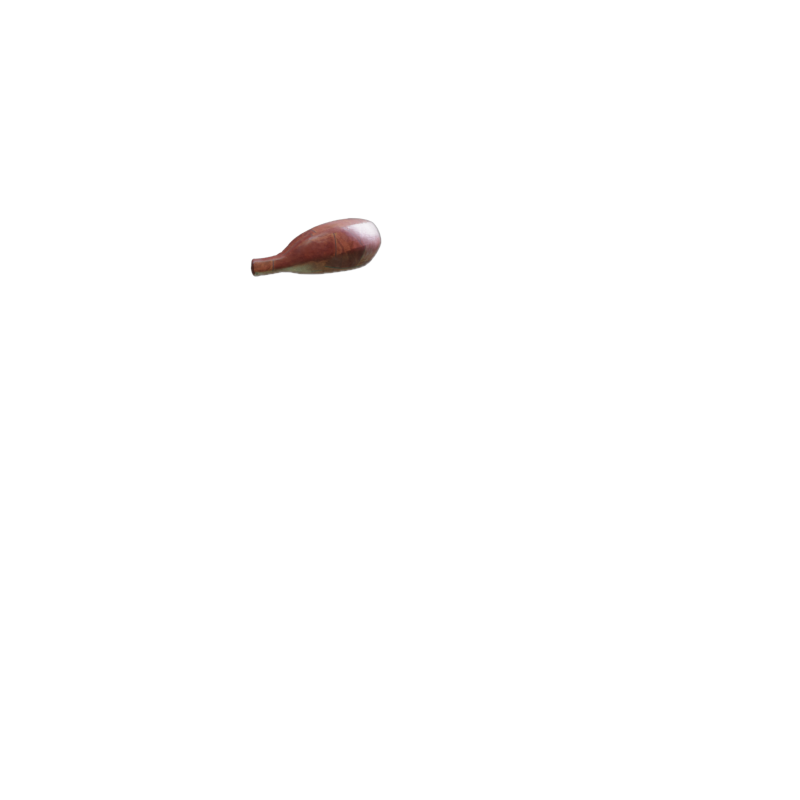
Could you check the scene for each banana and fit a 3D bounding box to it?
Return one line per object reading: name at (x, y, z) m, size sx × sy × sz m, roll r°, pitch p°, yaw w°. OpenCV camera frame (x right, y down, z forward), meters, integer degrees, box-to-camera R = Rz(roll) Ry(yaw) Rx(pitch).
banana at (-0.048, -0.117, 0.826) m, size 0.071 × 0.036 × 0.197 m, roll 2°, pitch 11°, yaw 13°
